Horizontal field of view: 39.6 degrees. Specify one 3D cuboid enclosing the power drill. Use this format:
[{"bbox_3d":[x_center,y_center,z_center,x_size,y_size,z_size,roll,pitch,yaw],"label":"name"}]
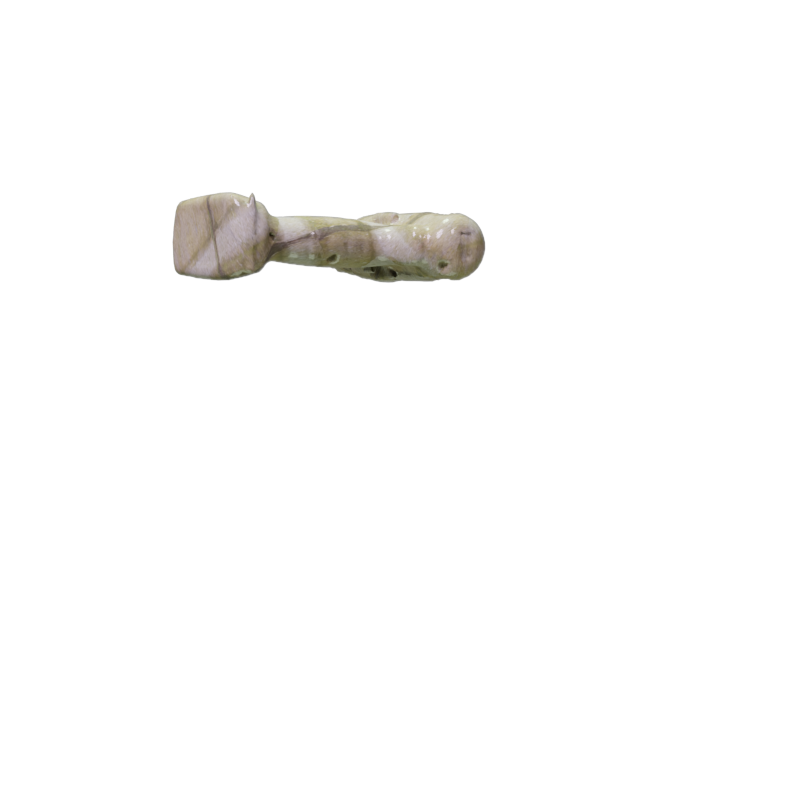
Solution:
[{"bbox_3d":[-0.062,-0.112,0.787,0.181,0.057,0.191,-3,5,-30],"label":"power drill"}]
